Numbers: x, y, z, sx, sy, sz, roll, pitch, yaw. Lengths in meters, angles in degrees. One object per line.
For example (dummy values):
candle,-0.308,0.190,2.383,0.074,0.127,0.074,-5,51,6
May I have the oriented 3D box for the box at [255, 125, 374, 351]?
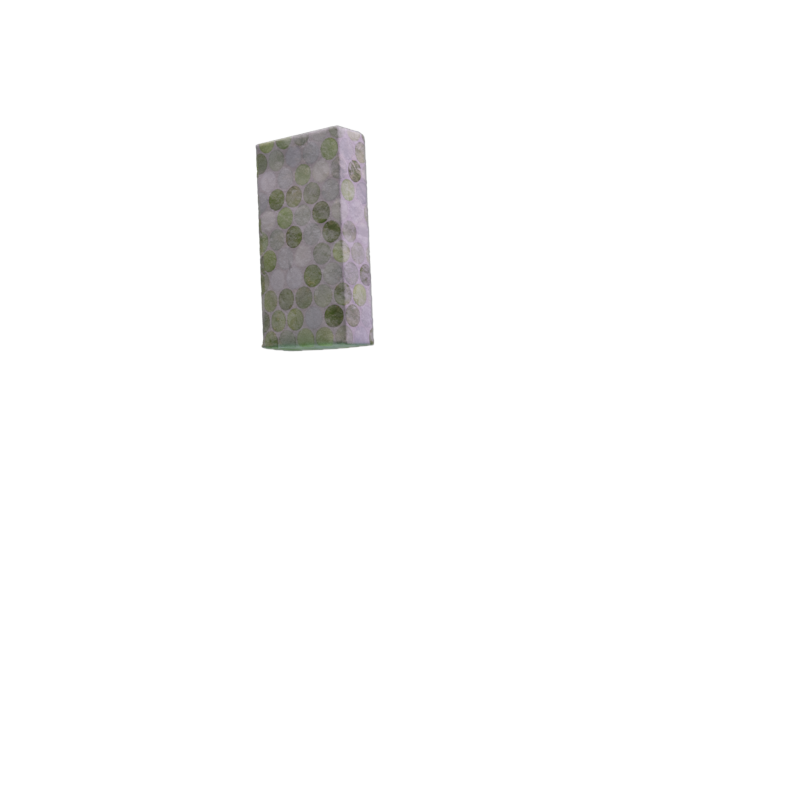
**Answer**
box,-0.071,-0.131,0.914,0.096,0.180,0.046,-6,-10,38
